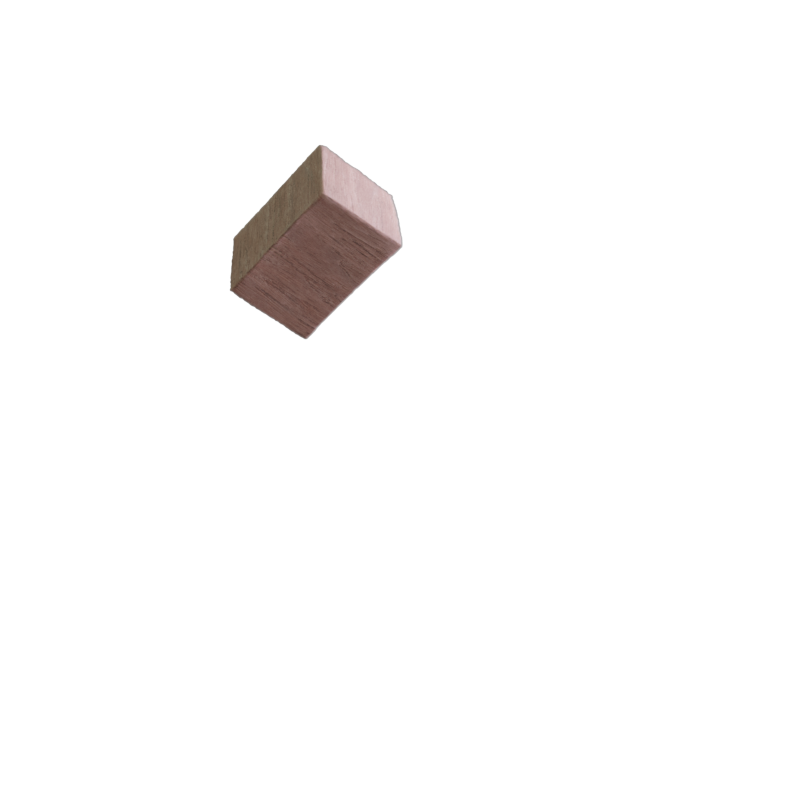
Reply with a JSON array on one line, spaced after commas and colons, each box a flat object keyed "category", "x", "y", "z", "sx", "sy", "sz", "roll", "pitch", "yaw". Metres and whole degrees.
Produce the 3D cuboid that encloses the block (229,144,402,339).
[{"category": "block", "x": -0.045, "y": -0.082, "z": 0.573, "sx": 0.050, "sy": 0.055, "sz": 0.077, "roll": 34, "pitch": -61, "yaw": -26}]
